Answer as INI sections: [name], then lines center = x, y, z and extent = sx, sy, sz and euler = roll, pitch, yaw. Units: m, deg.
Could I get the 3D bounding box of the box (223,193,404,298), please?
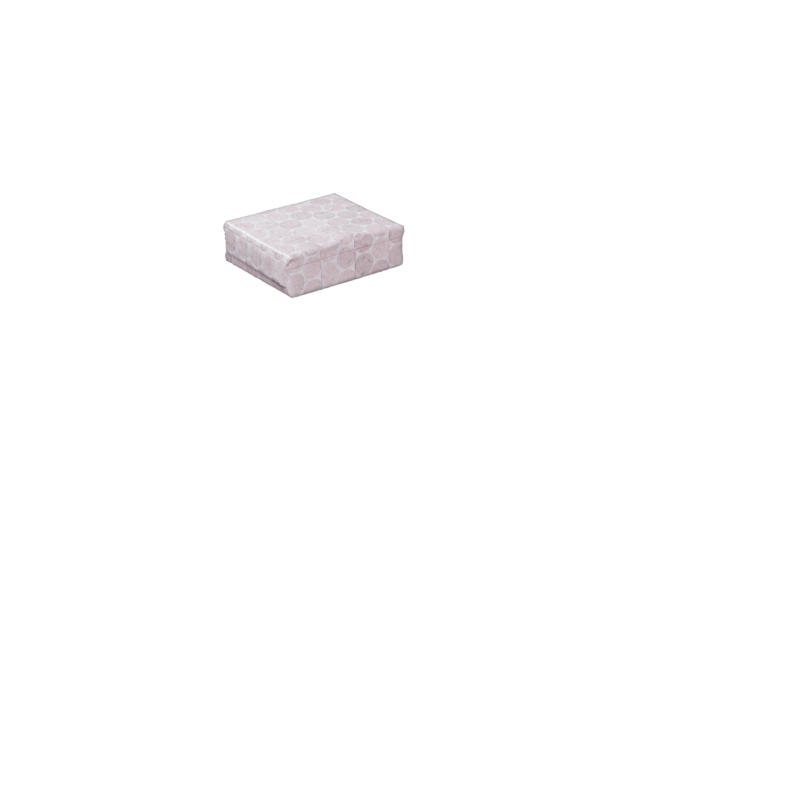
[box]
center = -0.054, -0.098, 0.689
extent = 0.088, 0.029, 0.078
euler = -20, 34, -32
